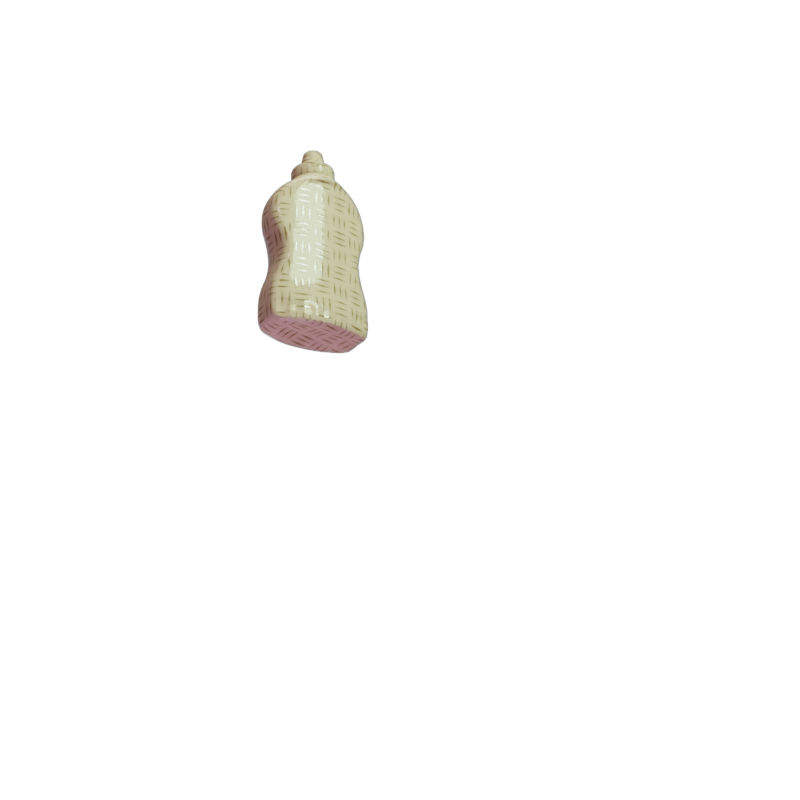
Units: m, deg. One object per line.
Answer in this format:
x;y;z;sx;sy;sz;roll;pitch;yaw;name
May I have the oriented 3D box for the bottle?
-0.078;-0.142;0.995;0.092;0.204;0.057;13;-32;-25;bottle
